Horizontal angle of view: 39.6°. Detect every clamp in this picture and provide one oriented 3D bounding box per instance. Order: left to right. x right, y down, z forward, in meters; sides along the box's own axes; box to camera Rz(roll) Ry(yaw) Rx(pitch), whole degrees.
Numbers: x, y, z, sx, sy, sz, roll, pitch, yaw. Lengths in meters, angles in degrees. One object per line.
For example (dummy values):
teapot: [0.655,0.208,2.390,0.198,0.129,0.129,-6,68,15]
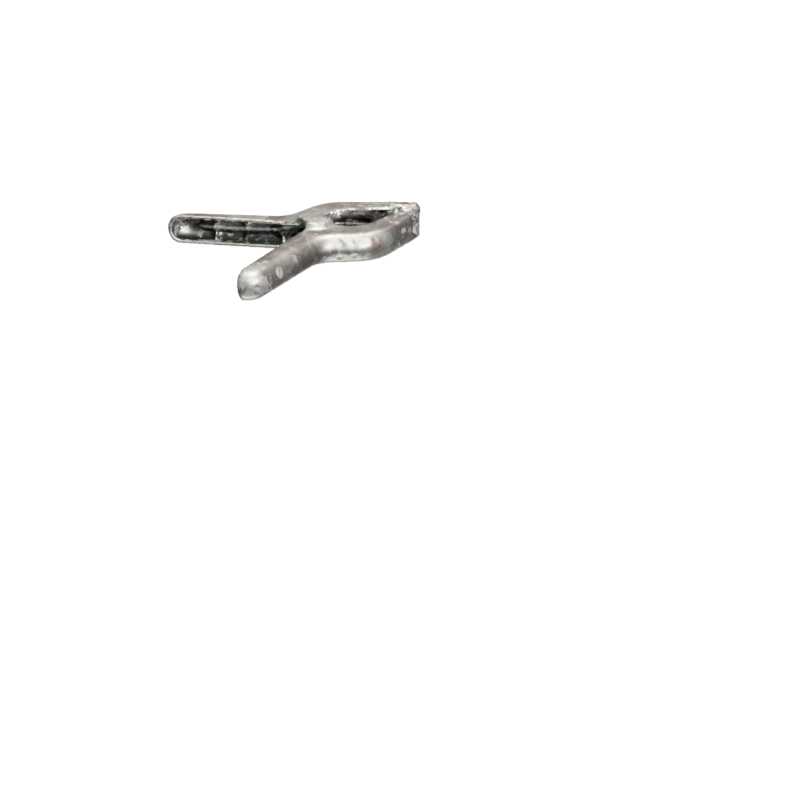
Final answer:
clamp: [-0.071,-0.130,0.913,0.206,0.034,0.176,-10,29,-19]
